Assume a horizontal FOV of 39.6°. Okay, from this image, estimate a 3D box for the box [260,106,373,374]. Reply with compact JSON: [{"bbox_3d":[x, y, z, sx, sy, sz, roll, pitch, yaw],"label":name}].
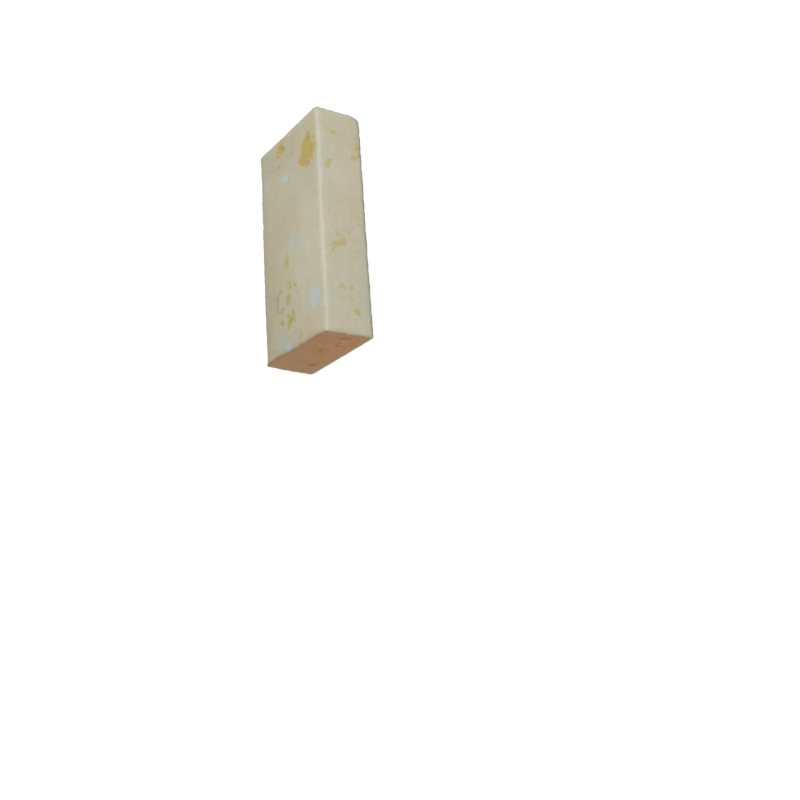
[{"bbox_3d":[-0.064,-0.117,0.819,0.046,0.186,0.093,13,-26,-30],"label":"box"}]
